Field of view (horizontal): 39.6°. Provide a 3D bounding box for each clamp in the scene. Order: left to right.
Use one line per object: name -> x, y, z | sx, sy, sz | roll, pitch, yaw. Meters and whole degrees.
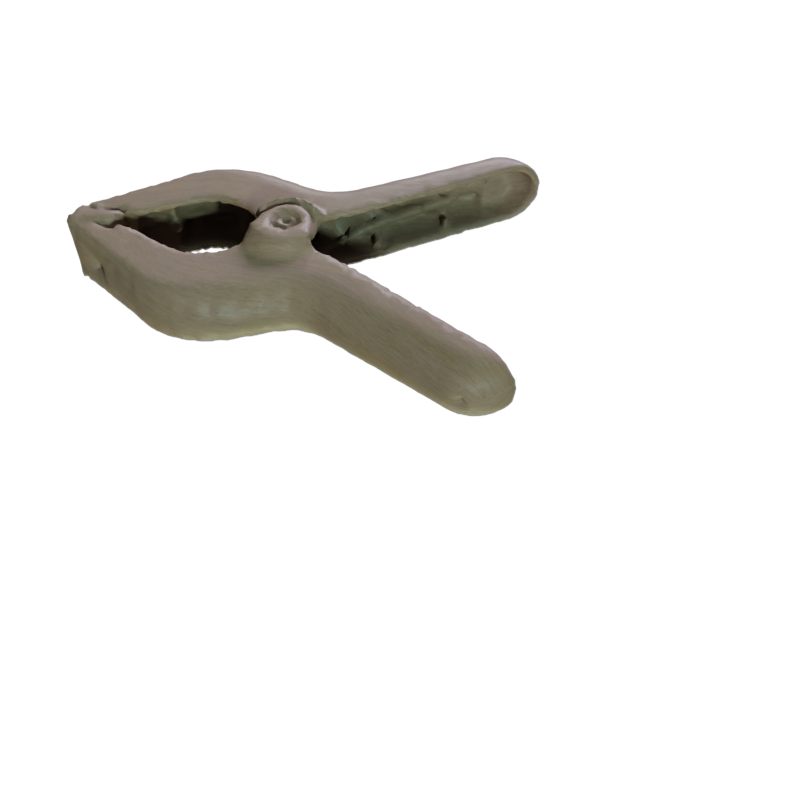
clamp -> -0.031, -0.057, 0.400 | 0.177, 0.037, 0.125 | 13, 41, 16
